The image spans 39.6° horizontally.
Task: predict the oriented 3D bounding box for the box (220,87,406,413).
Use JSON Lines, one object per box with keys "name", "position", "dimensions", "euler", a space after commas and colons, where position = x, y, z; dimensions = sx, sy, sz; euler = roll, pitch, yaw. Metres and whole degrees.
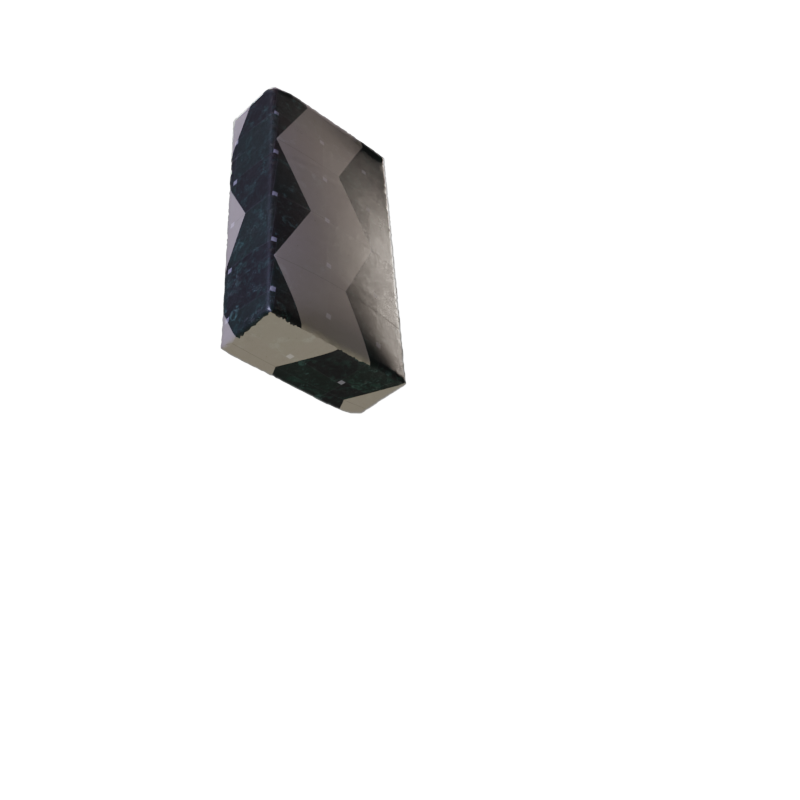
{"name": "box", "position": [-0.048, -0.087, 0.608], "dimensions": [0.088, 0.189, 0.047], "euler": [28, -49, -33]}
